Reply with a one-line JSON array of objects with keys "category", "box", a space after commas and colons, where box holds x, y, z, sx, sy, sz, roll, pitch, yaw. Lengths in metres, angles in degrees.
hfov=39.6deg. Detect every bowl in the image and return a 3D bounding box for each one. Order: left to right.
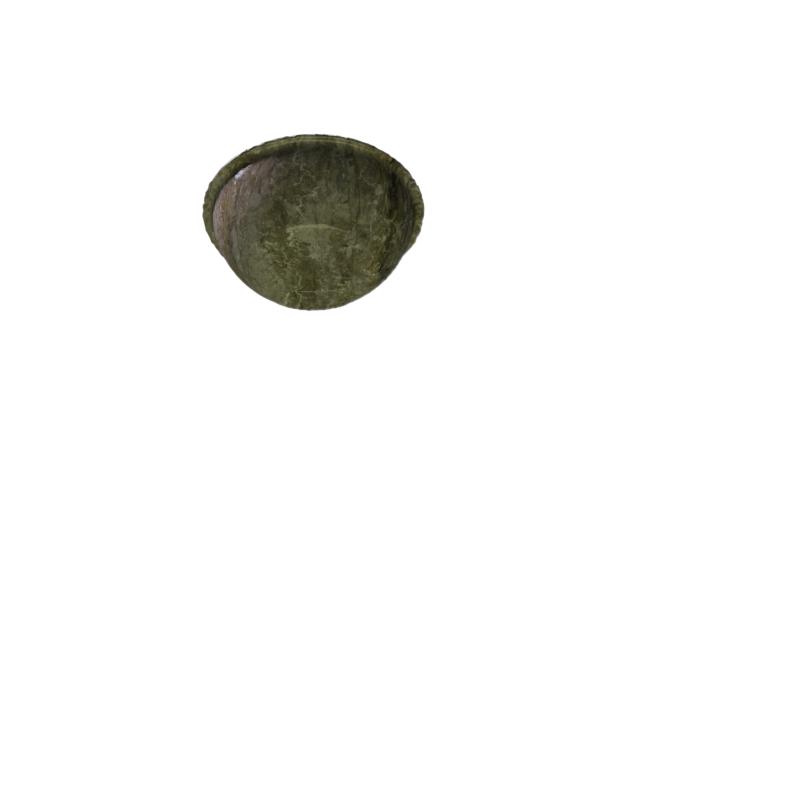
[{"category": "bowl", "box": [-0.062, -0.113, 0.791, 0.162, 0.059, 0.151, 1, -38, -1]}]
